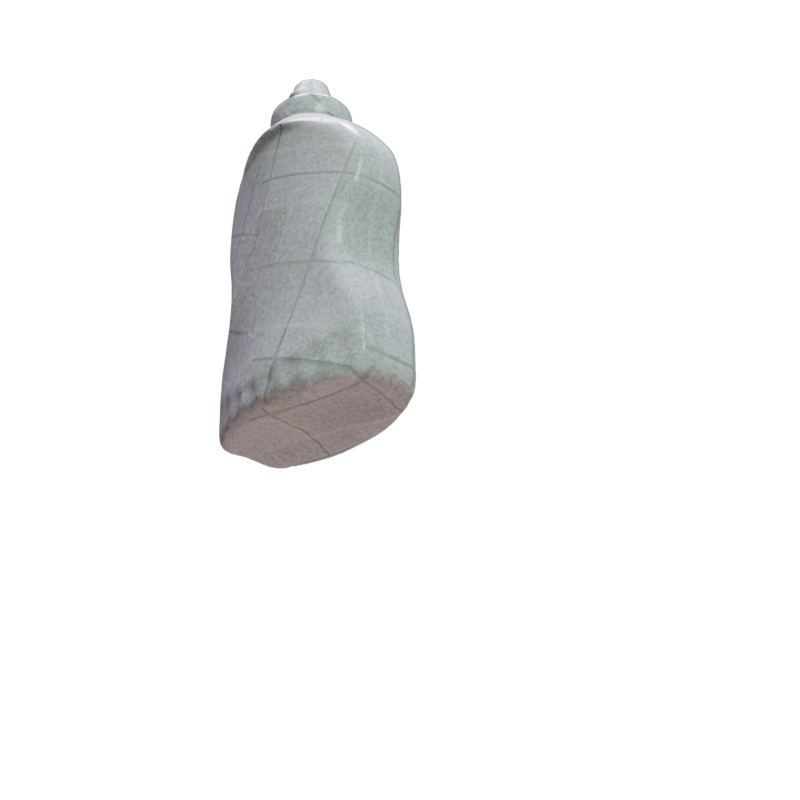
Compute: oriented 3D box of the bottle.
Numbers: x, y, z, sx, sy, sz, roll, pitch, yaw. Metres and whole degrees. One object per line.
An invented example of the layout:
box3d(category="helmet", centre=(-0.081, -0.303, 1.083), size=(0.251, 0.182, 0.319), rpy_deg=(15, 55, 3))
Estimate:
box3d(category="bottle", centre=(-0.040, -0.073, 0.511), size=(0.055, 0.205, 0.095), rpy_deg=(24, -41, -34))
